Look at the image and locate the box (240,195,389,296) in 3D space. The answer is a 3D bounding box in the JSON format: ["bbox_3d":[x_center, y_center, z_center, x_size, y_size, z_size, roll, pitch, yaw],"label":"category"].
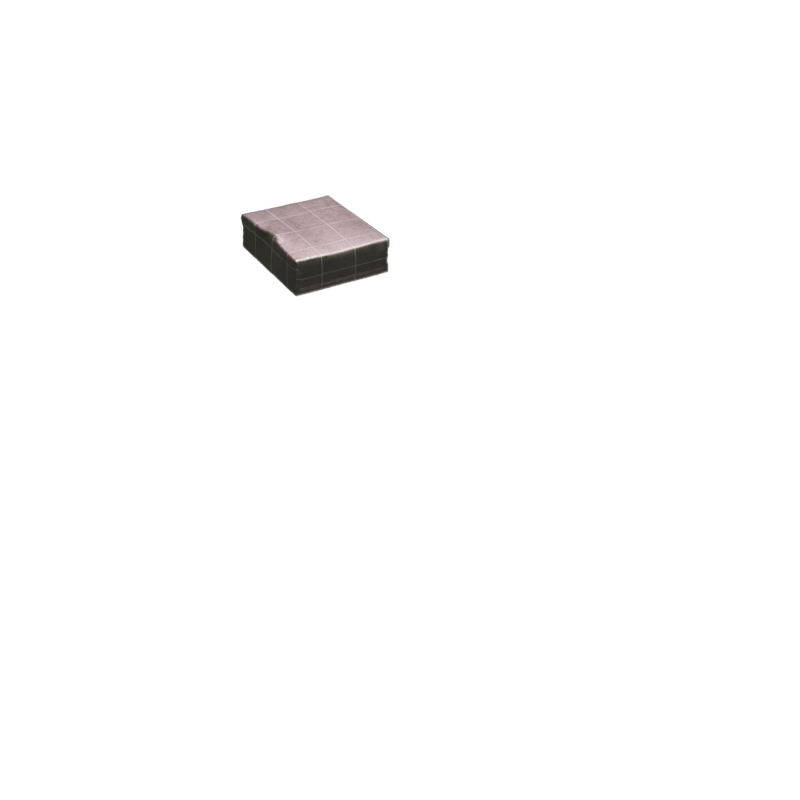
[{"bbox_3d":[-0.061,-0.111,0.779,0.072,0.028,0.096,-16,36,-25],"label":"box"}]
